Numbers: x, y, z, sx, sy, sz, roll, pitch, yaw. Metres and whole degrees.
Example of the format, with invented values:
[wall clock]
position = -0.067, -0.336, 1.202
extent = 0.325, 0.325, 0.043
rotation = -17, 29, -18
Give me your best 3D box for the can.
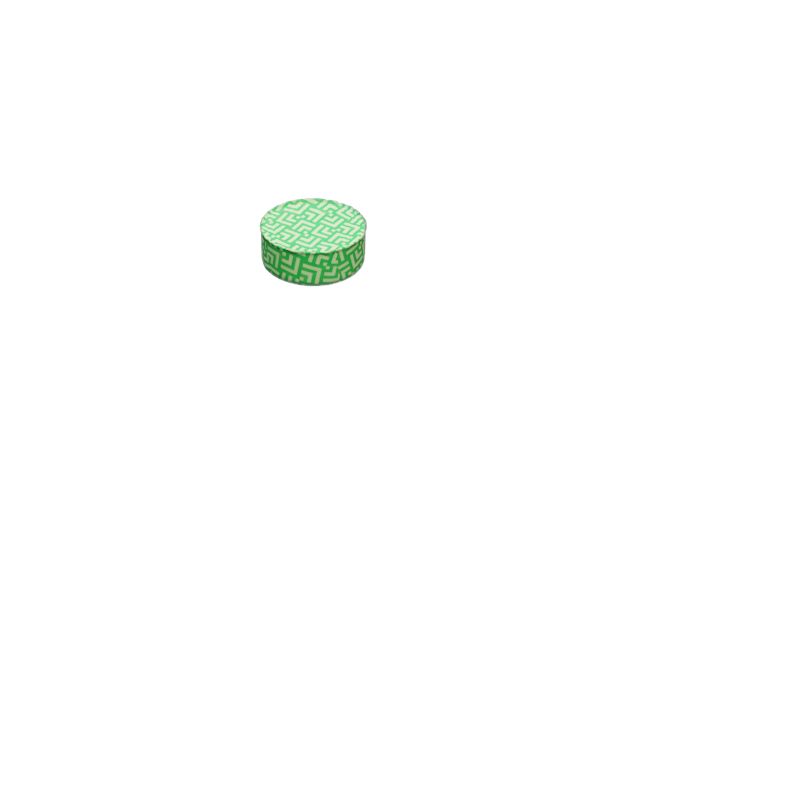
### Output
[can]
position = -0.070, -0.128, 0.894
extent = 0.086, 0.031, 0.092
rotation = -1, 36, -2
